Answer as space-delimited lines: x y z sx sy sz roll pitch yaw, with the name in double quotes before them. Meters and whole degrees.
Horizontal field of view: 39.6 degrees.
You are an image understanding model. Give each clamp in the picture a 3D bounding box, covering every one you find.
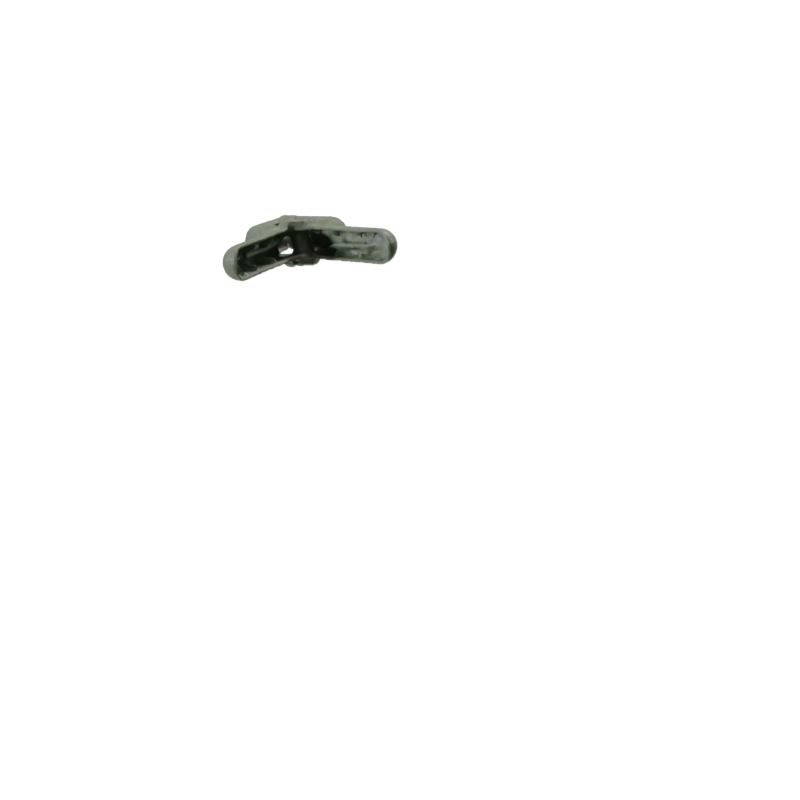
"clamp" -0.065 -0.118 0.829 0.120 0.038 0.177 0 17 -1
